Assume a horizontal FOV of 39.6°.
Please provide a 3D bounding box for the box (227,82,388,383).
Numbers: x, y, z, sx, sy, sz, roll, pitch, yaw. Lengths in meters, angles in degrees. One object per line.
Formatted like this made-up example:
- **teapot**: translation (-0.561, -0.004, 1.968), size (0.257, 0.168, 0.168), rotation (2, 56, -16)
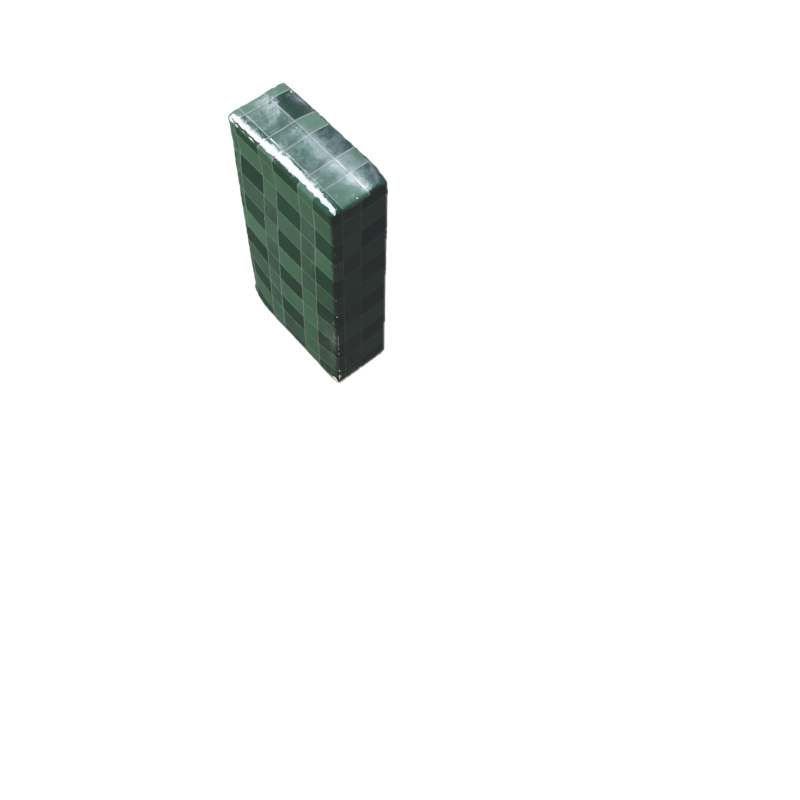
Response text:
- **box**: translation (-0.050, -0.093, 0.649), size (0.048, 0.099, 0.165), rotation (-33, -24, -21)
